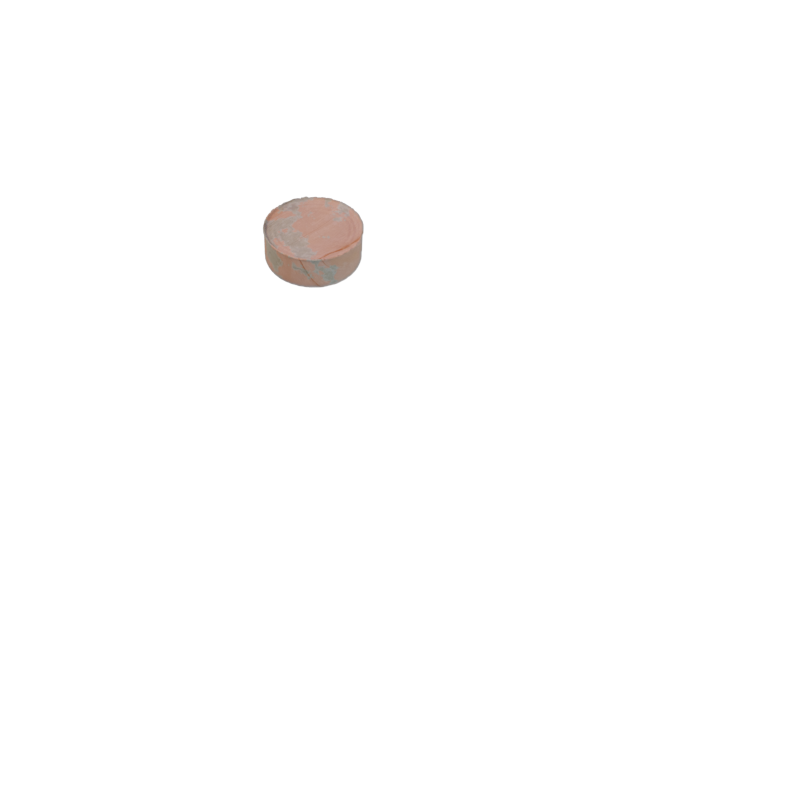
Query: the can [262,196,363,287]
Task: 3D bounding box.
[{"bbox_3d":[-0.075,-0.136,0.952,0.086,0.031,0.092,-1,44,-1],"label":"can"}]
